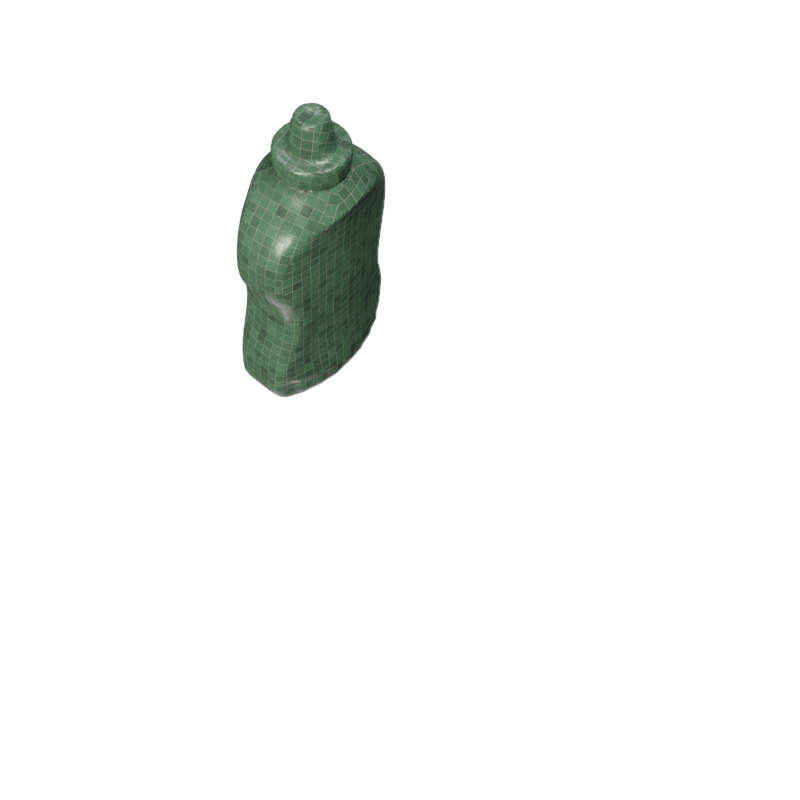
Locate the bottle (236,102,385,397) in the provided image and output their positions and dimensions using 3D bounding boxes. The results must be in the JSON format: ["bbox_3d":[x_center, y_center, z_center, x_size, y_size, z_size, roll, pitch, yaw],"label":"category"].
[{"bbox_3d":[-0.048,-0.087,0.604,0.061,0.097,0.179,36,-29,19],"label":"bottle"}]
